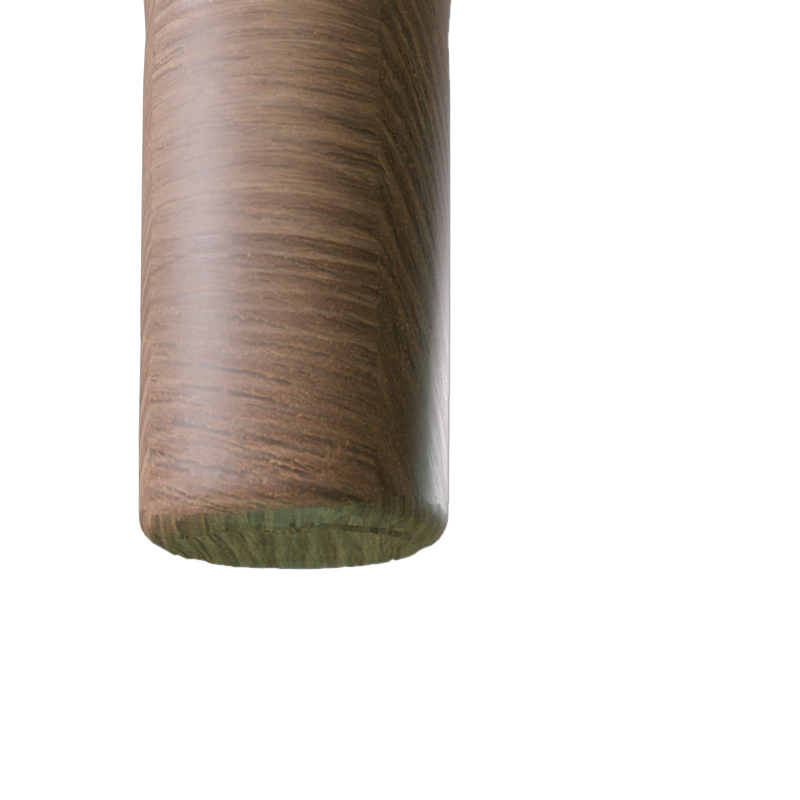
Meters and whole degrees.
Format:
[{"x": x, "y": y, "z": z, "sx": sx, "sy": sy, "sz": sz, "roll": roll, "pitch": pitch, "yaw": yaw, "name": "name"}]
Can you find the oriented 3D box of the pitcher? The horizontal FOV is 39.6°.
[{"x": -0.034, "y": -0.063, "z": 0.441, "sx": 0.147, "sy": 0.256, "sz": 0.140, "roll": 3, "pitch": -22, "yaw": -12, "name": "pitcher"}]
